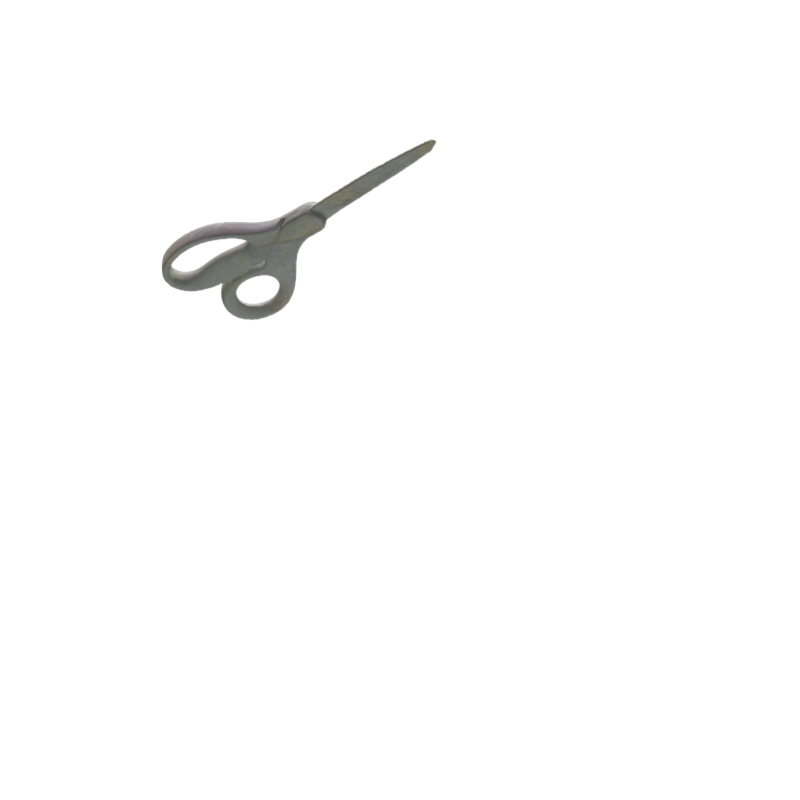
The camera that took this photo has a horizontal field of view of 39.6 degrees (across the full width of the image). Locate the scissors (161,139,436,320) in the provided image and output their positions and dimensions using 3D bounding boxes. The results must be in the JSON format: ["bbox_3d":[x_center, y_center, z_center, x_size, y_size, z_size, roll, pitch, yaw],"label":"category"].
[{"bbox_3d":[-0.055,-0.100,0.700,0.204,0.017,0.089,-15,-40,19],"label":"scissors"}]
